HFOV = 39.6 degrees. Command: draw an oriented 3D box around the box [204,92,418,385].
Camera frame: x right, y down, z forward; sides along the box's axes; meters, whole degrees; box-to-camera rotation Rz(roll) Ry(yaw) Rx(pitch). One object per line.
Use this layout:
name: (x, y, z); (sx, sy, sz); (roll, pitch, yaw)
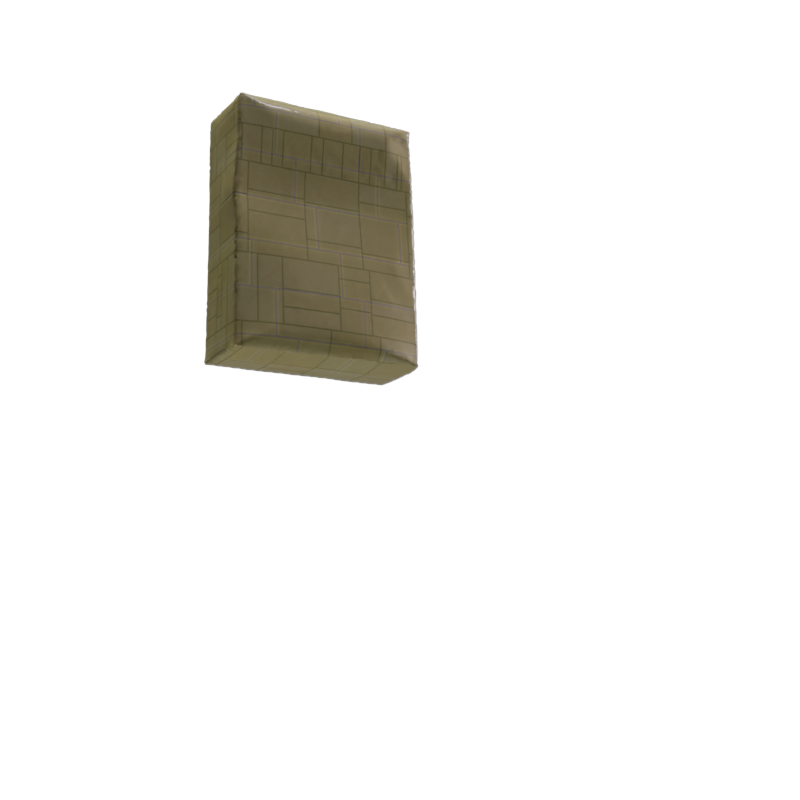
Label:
box: (-0.071, -0.129, 0.904); (0.158, 0.224, 0.071); (8, -21, -27)
